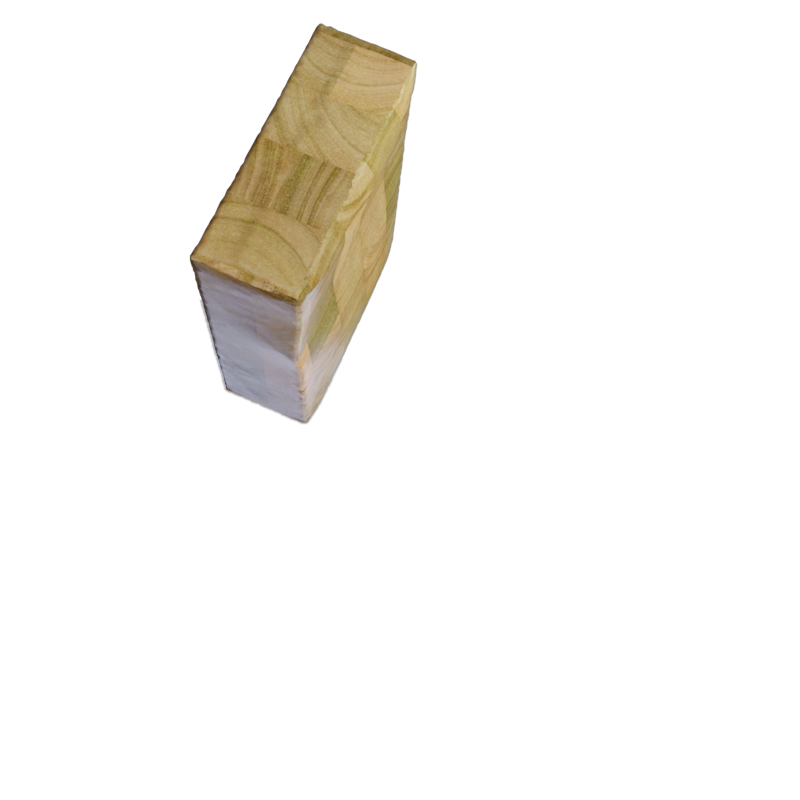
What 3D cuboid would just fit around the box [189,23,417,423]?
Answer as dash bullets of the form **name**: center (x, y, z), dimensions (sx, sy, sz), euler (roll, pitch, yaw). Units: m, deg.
- **box**: center (-0.054, -0.098, 0.684), dimensions (0.073, 0.170, 0.204), euler (22, -21, 4)
